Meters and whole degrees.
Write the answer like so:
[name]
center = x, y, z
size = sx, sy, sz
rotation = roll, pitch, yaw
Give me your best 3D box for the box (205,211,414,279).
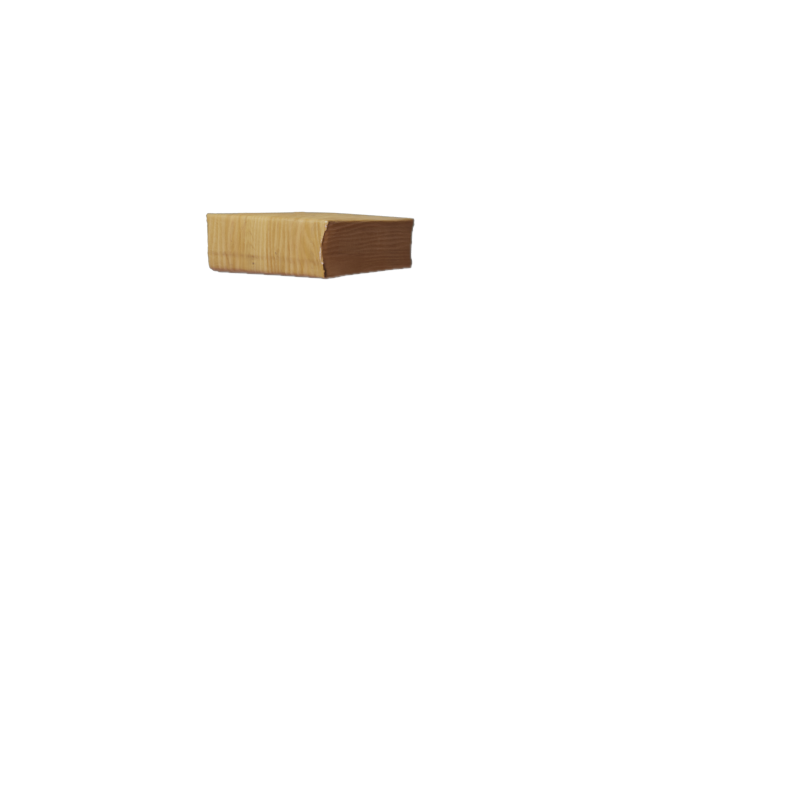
[box]
center = -0.055, -0.101, 0.707
size = 0.093, 0.038, 0.111
rotation = 6, 13, 29
